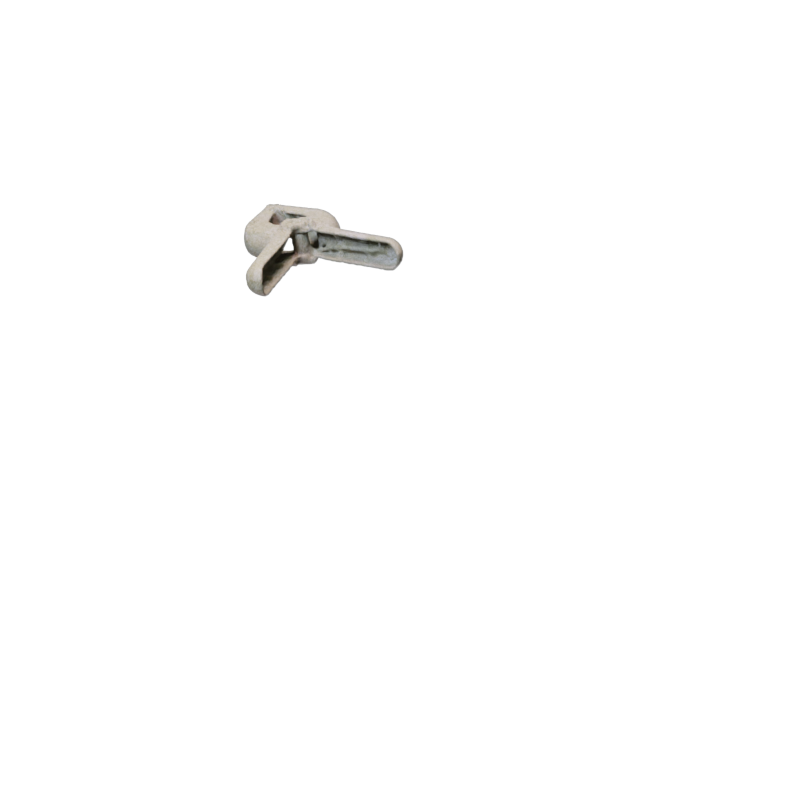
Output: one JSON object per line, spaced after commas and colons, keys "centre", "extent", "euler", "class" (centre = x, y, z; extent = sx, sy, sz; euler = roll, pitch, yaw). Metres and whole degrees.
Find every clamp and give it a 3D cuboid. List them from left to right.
{"centre": [-0.070, -0.127, 0.888], "extent": [0.119, 0.037, 0.182], "euler": [-5, 26, -10], "class": "clamp"}
